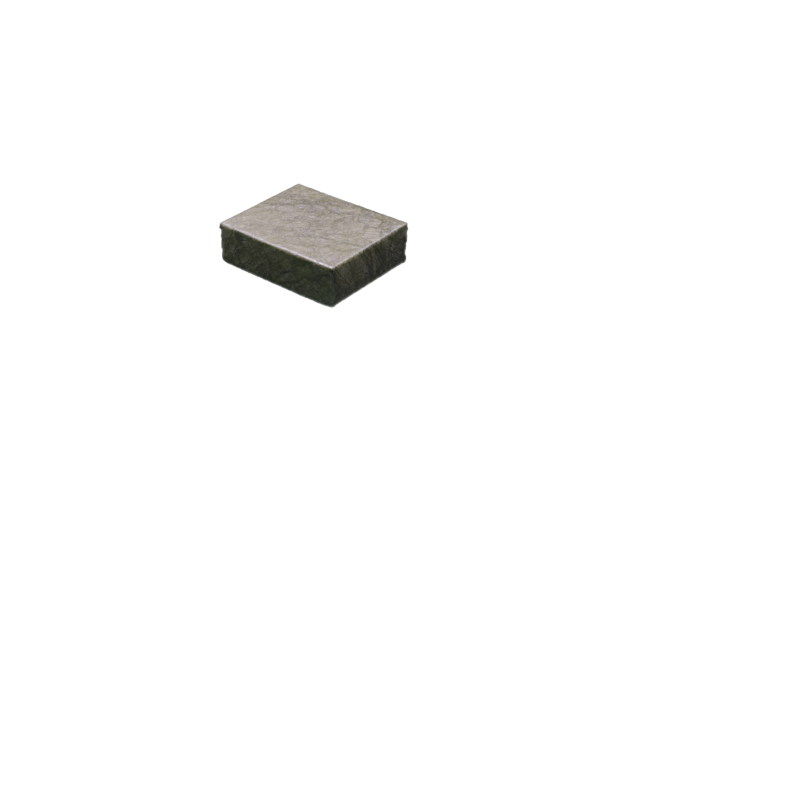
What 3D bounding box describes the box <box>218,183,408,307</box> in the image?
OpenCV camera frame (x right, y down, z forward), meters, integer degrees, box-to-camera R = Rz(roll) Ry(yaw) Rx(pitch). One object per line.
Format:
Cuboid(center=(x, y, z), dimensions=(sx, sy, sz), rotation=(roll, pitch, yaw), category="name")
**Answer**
Cuboid(center=(-0.065, -0.118, 0.830), dimensions=(0.120, 0.036, 0.090), rotation=(26, 43, 31), category="box")
